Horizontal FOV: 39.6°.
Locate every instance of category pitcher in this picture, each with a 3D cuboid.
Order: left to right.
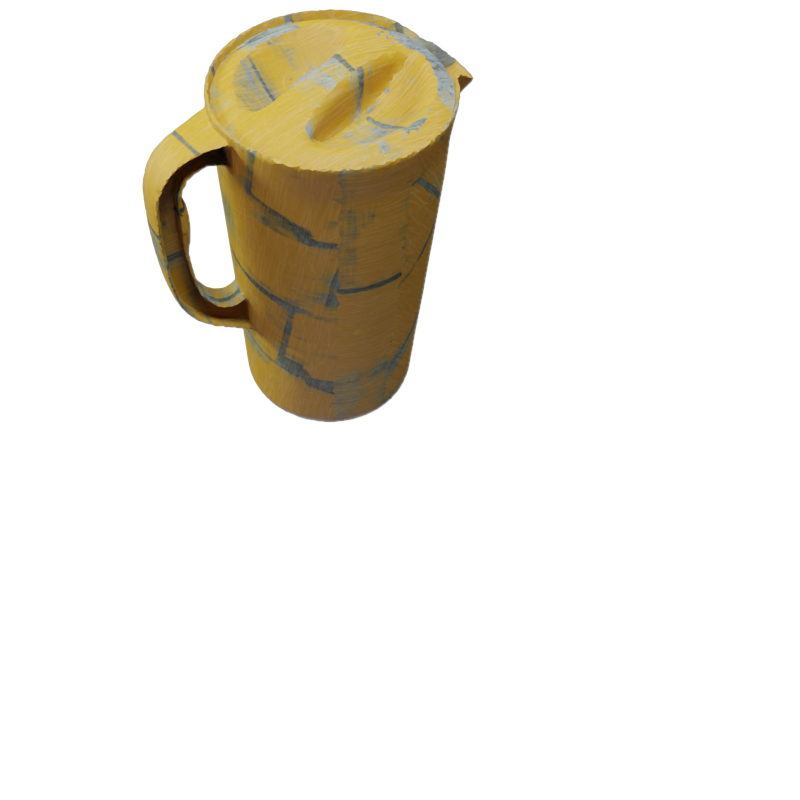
[{"bbox_3d":[-0.051,-0.093,0.653,0.152,0.152,0.226,14,-39,9],"label":"pitcher"}]
